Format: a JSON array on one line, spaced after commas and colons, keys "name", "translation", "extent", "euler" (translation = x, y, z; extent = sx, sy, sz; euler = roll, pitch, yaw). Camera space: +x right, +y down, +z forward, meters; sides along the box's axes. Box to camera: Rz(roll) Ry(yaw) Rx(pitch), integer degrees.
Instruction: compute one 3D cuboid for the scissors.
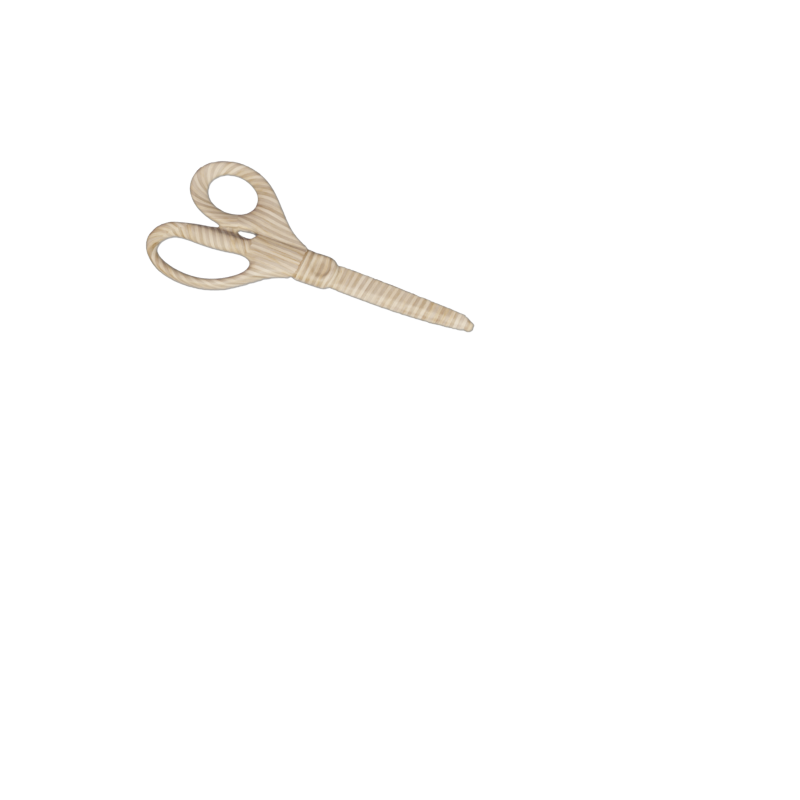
[{"name": "scissors", "translation": [-0.053, -0.097, 0.680], "extent": [0.202, 0.101, 0.015], "euler": [6, -25, 3]}]
